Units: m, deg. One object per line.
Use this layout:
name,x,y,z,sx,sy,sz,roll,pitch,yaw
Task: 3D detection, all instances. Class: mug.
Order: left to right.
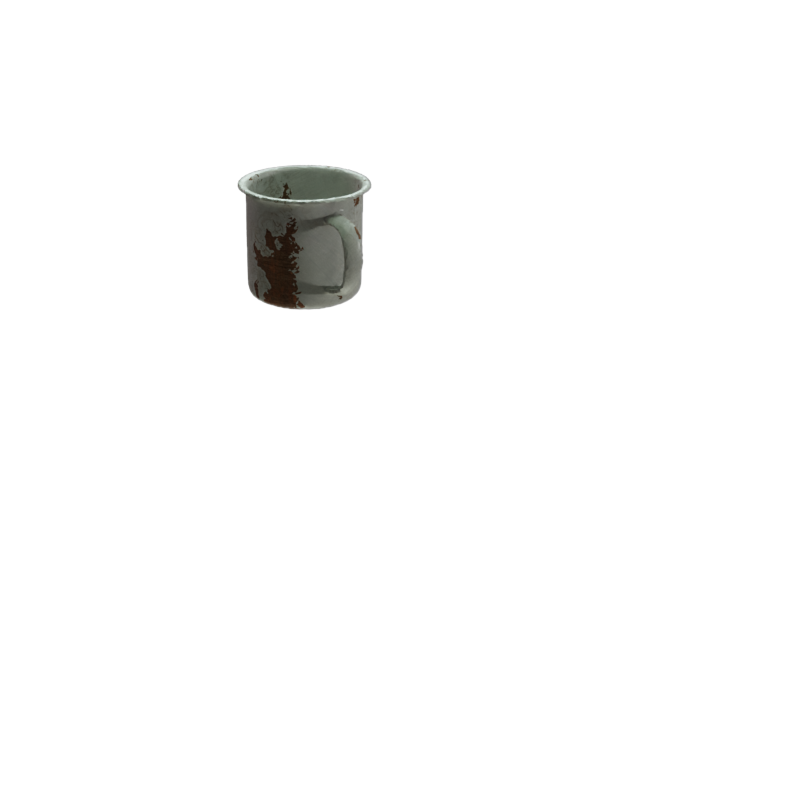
mug,-0.060,-0.110,0.773,0.091,0.078,0.125,-14,28,-31
